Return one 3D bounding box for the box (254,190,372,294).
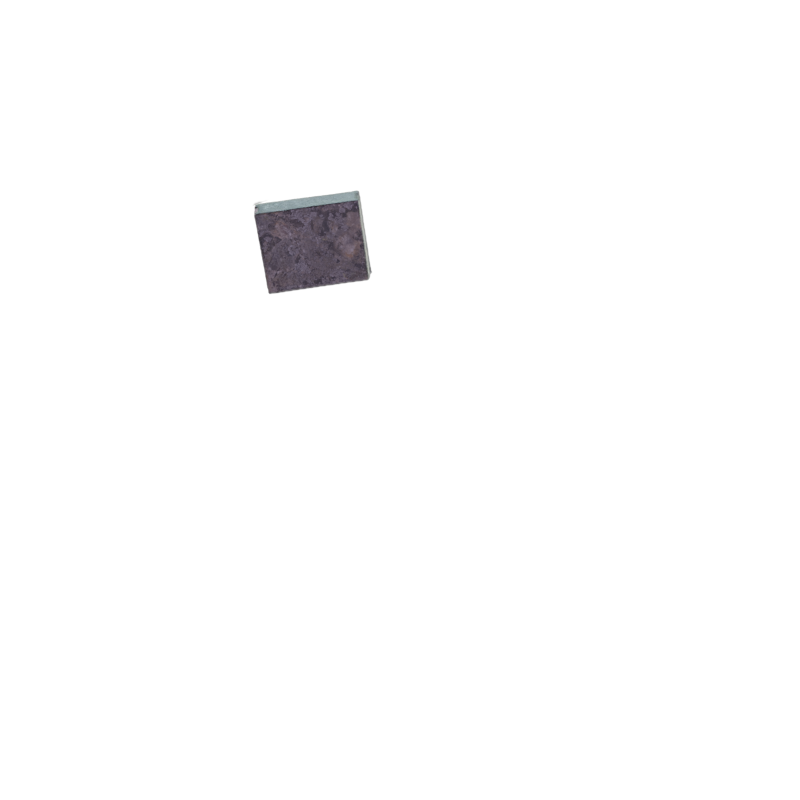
[{"bbox_3d":[-0.072,-0.132,0.928,0.089,0.069,0.032,-8,23,3],"label":"box"}]
